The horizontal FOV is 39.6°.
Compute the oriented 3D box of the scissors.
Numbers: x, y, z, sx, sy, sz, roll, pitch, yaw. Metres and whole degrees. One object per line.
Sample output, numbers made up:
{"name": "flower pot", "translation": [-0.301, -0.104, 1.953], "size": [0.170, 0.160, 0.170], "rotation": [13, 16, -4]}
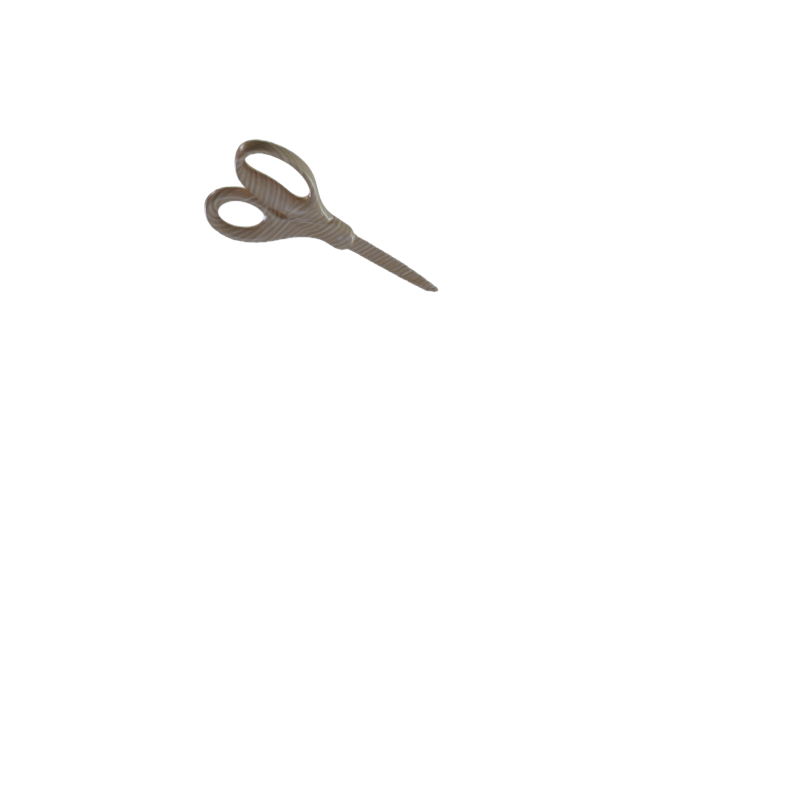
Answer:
{"name": "scissors", "translation": [-0.065, -0.119, 0.836], "size": [0.096, 0.017, 0.188], "rotation": [-27, -51, 25]}
